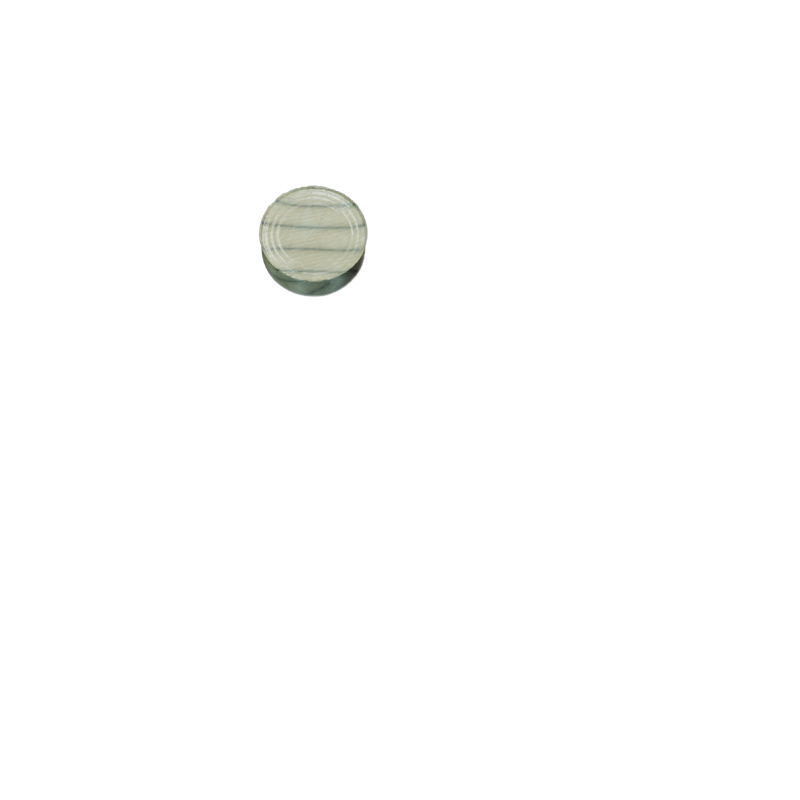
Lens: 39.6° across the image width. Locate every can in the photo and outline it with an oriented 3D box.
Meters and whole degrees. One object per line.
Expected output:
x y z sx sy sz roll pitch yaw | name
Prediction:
-0.070 -0.127 0.889 0.086 0.091 0.032 -1 -26 -1 | can
